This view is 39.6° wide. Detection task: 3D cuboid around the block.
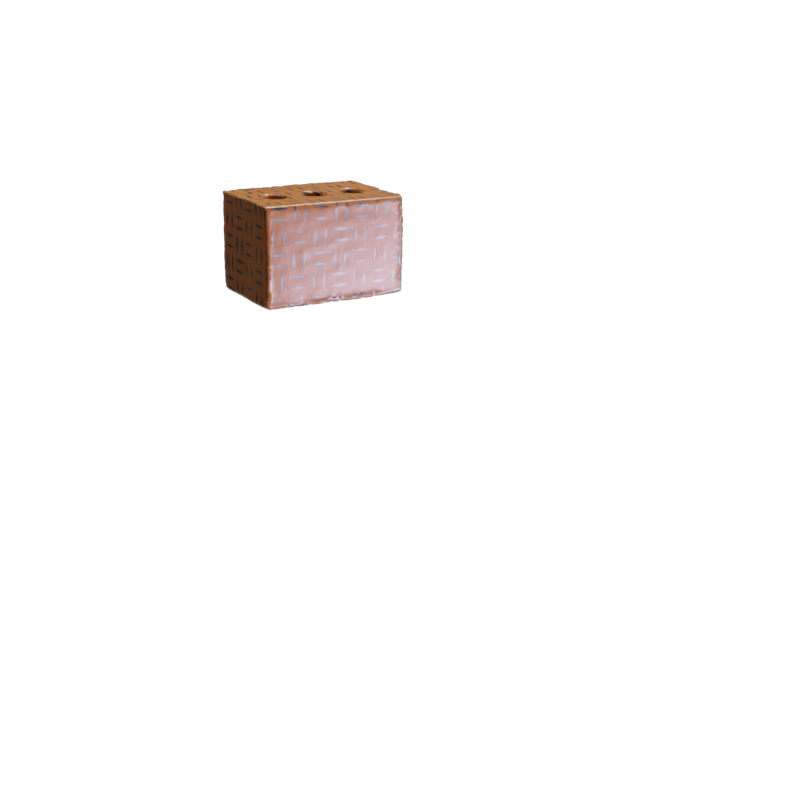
[{"bbox_3d":[-0.044,-0.080,0.559,0.076,0.050,0.056,-9,19,-29],"label":"block"}]
